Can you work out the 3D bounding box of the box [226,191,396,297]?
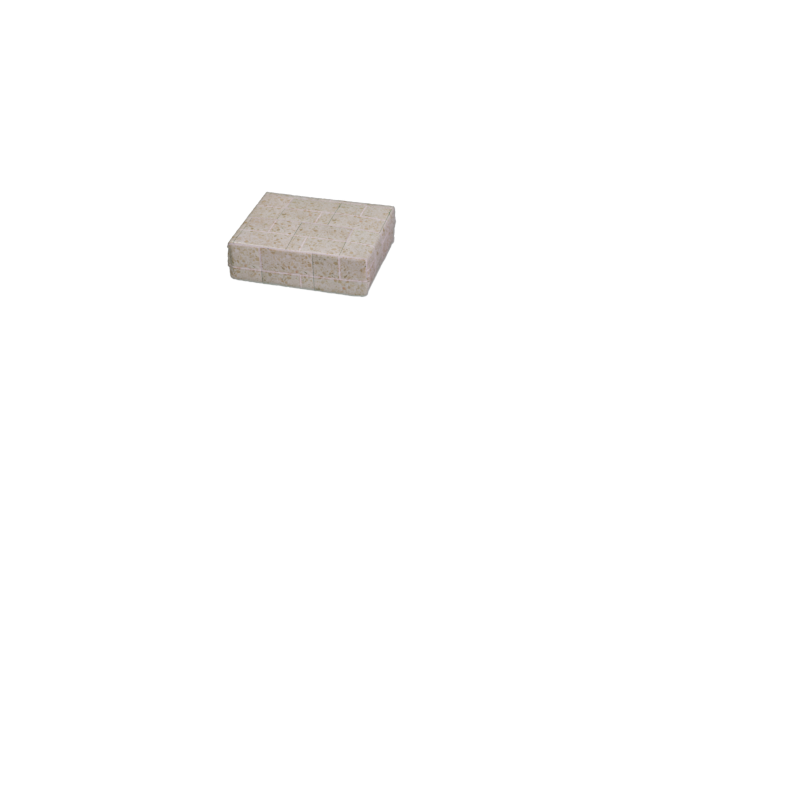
[{"bbox_3d":[-0.068,-0.124,0.870,0.116,0.036,0.094,9,37,12],"label":"box"}]
